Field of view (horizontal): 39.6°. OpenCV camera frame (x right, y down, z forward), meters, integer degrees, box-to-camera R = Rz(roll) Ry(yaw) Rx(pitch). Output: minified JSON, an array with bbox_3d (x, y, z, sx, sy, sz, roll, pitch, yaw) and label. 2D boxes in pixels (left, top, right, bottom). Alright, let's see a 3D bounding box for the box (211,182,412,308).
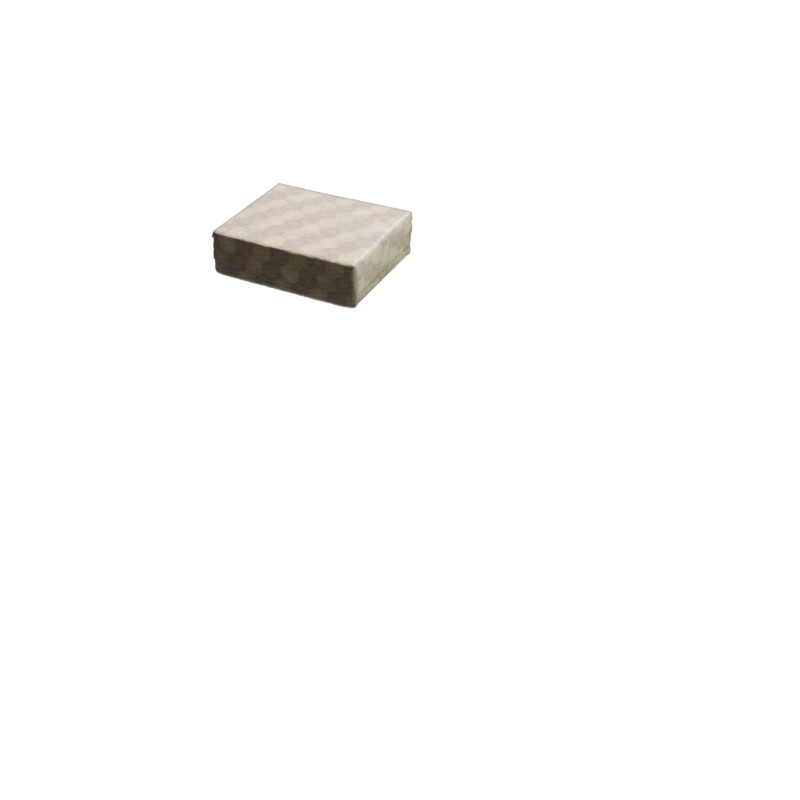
[{"bbox_3d":[-0.061,-0.110,0.773,0.118,0.036,0.092,17,38,22],"label":"box"}]
